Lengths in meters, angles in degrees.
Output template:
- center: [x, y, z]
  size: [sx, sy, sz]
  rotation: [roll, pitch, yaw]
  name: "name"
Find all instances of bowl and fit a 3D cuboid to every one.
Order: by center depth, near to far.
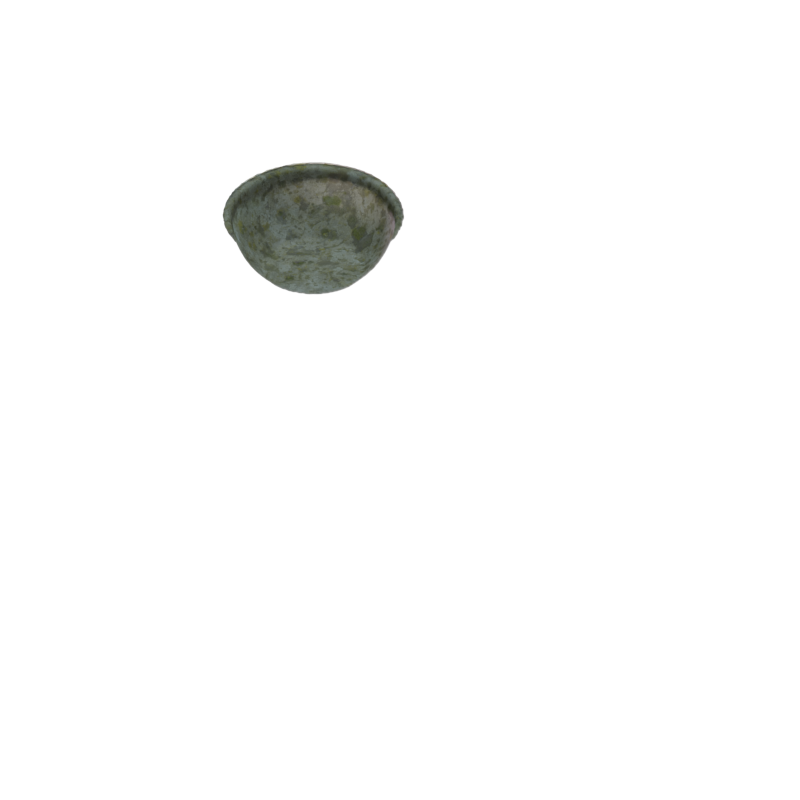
- center: [-0.077, -0.140, 0.978]
  size: [0.162, 0.059, 0.152]
  rotation: [1, -28, -2]
  name: "bowl"
